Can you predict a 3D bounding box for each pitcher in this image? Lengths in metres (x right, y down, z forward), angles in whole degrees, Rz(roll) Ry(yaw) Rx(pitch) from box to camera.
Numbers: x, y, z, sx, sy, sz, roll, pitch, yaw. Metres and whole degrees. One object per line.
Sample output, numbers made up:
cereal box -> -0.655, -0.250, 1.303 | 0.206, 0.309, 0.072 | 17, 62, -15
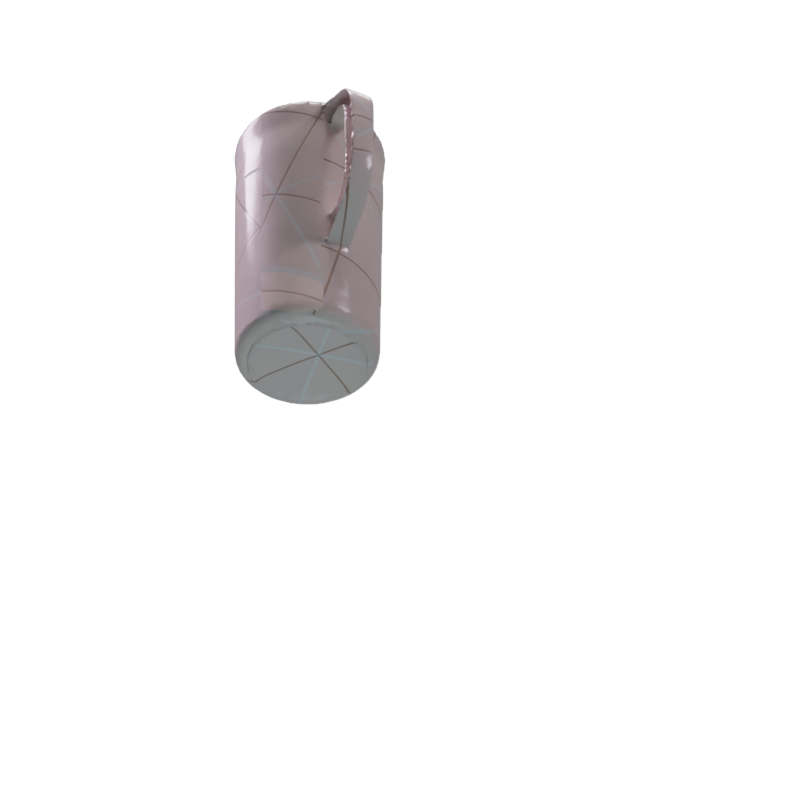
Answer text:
pitcher -> -0.070, -0.127, 0.892 | 0.146, 0.261, 0.137 | -14, -44, 11
